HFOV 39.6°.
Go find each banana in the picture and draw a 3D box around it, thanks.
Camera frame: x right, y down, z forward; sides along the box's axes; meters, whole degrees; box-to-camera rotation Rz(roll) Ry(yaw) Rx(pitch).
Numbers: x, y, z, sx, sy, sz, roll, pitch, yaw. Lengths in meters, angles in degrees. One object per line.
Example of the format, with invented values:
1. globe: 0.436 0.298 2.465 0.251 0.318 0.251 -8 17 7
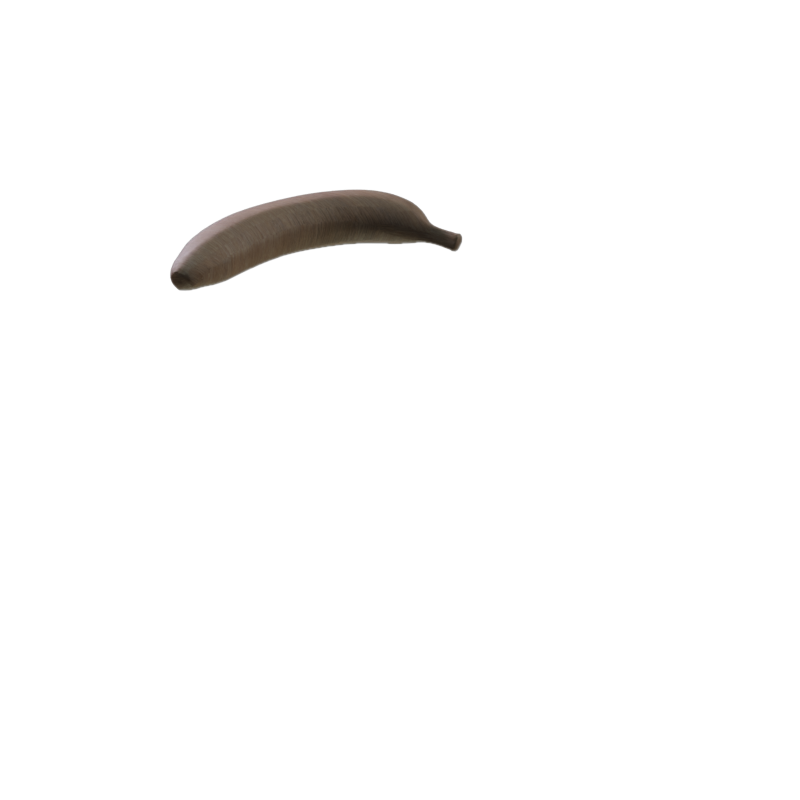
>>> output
1. banana: -0.059 -0.105 0.697 0.194 0.035 0.074 -14 28 -26
